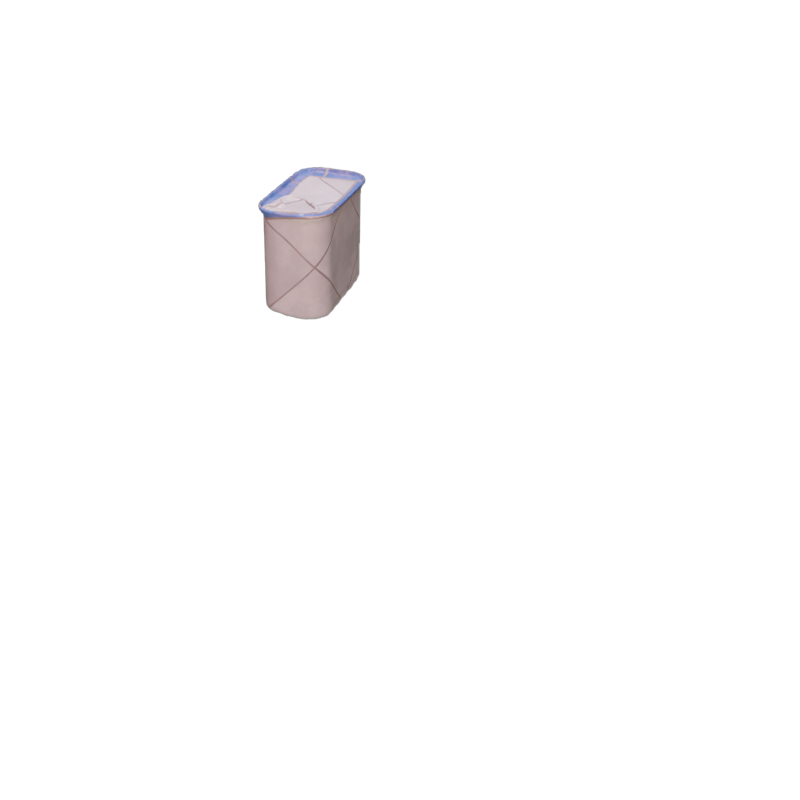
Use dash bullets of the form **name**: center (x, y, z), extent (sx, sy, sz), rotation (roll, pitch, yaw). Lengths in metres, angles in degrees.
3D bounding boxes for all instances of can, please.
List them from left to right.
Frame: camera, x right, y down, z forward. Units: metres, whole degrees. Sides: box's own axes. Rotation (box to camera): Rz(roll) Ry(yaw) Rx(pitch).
- **can**: center (-0.066, -0.119, 0.837), extent (0.059, 0.079, 0.105), rotation (9, 29, 16)
